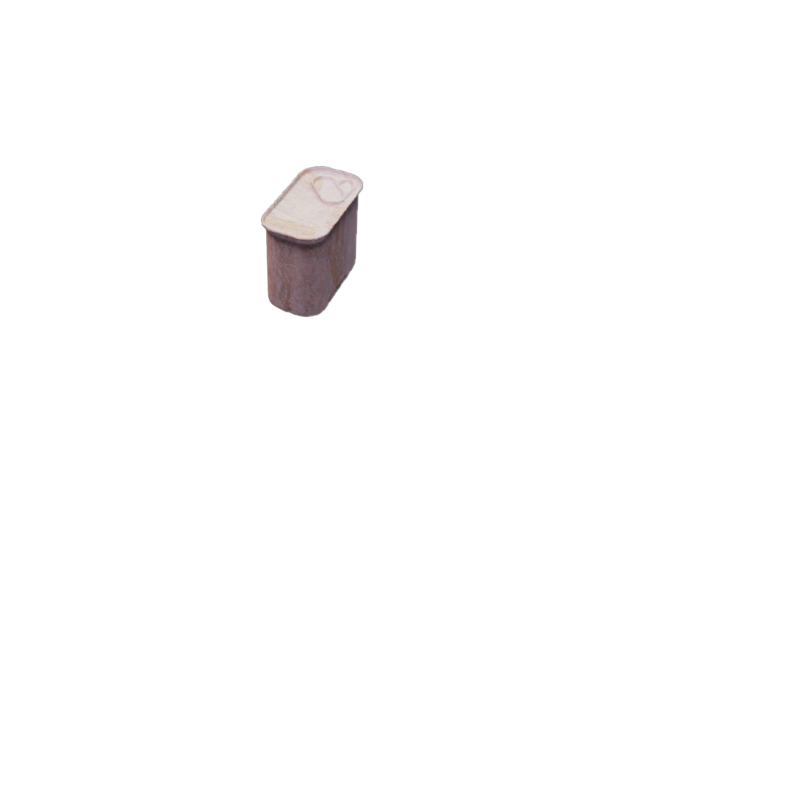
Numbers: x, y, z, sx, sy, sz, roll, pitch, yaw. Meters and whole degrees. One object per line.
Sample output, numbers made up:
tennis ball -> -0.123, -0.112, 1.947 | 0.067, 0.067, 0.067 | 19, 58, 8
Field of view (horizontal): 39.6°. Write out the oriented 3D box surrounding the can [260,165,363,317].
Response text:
can -> -0.072, -0.131, 0.919 | 0.059, 0.078, 0.106 | 16, 43, 15
